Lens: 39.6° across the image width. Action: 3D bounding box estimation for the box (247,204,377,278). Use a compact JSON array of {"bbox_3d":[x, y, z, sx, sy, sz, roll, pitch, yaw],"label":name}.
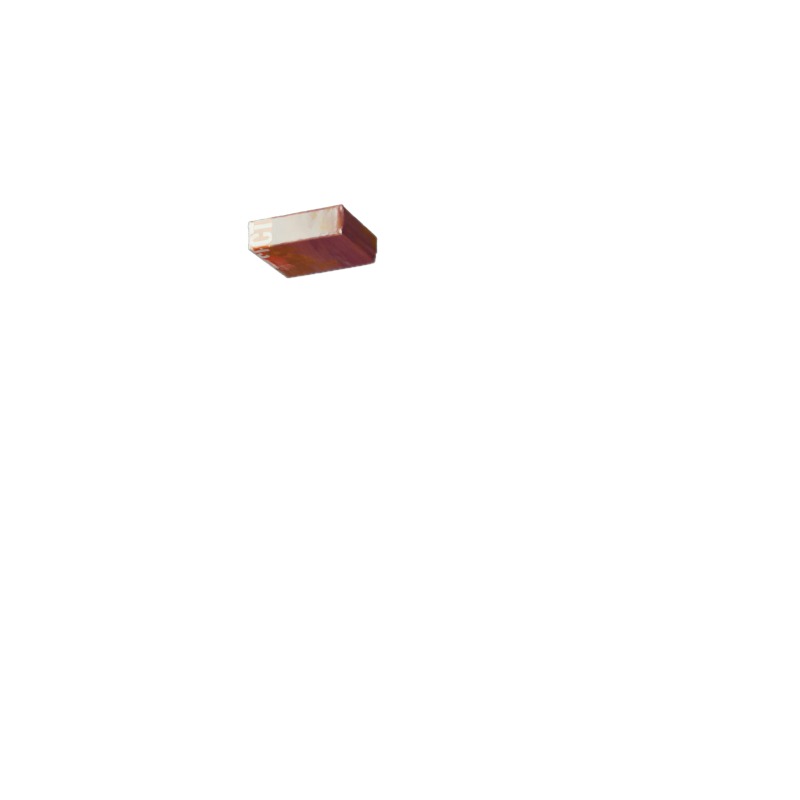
[{"bbox_3d":[-0.073,-0.134,0.938,0.091,0.032,0.068,-7,-18,23],"label":"box"}]
